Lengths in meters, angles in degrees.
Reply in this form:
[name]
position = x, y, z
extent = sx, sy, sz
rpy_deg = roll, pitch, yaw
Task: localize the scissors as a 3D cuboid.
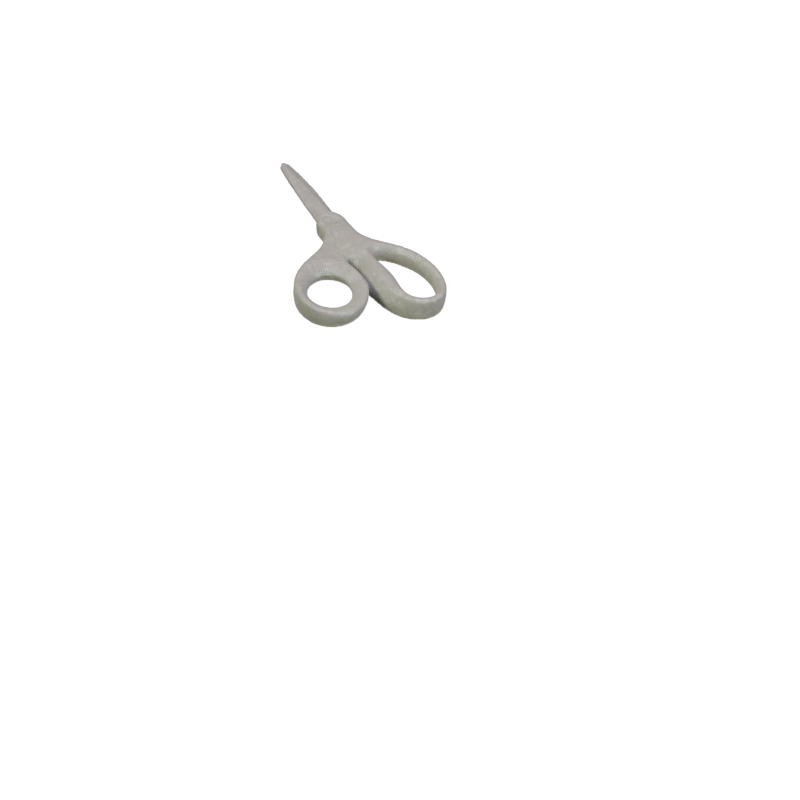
[scissors]
position = -0.054, -0.099, 0.692
extent = 0.095, 0.015, 0.217
rpy_deg = -23, 42, -29
